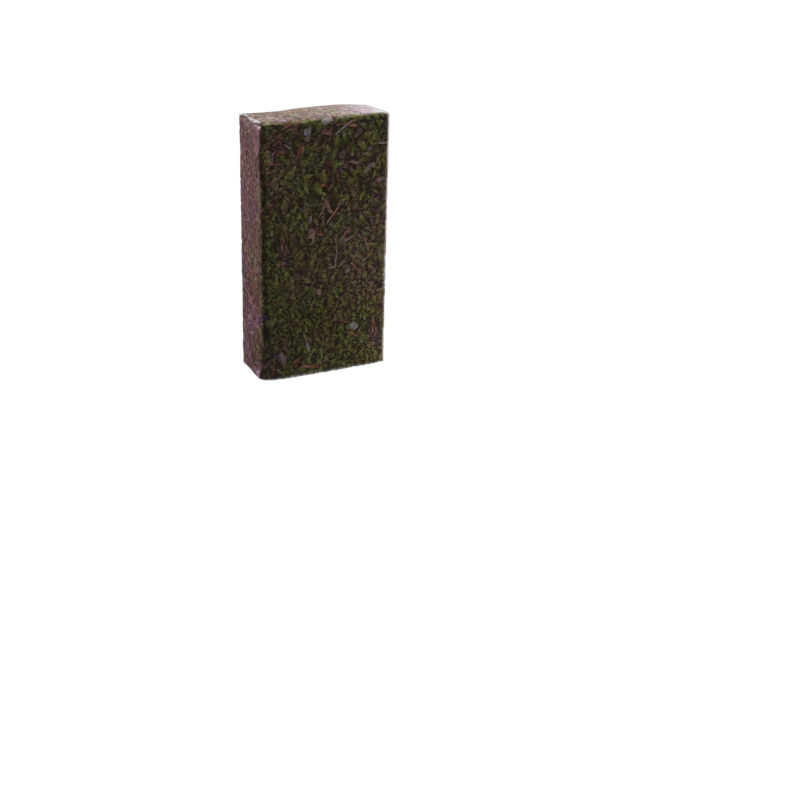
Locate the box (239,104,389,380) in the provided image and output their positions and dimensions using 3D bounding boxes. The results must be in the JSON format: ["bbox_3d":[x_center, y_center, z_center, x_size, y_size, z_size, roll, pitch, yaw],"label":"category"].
[{"bbox_3d":[-0.058,-0.105,0.737,0.091,0.169,0.051,-8,19,-26],"label":"box"}]
